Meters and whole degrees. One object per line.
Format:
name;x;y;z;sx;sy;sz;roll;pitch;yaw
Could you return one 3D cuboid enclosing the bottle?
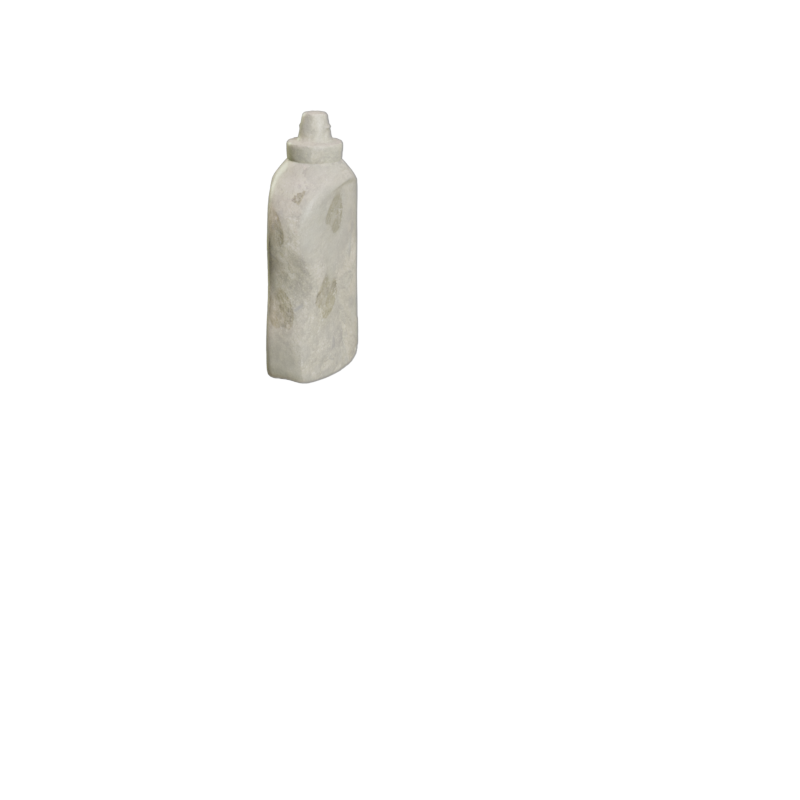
bottle;-0.063;-0.116;0.815;0.061;0.185;0.096;9;19;24
